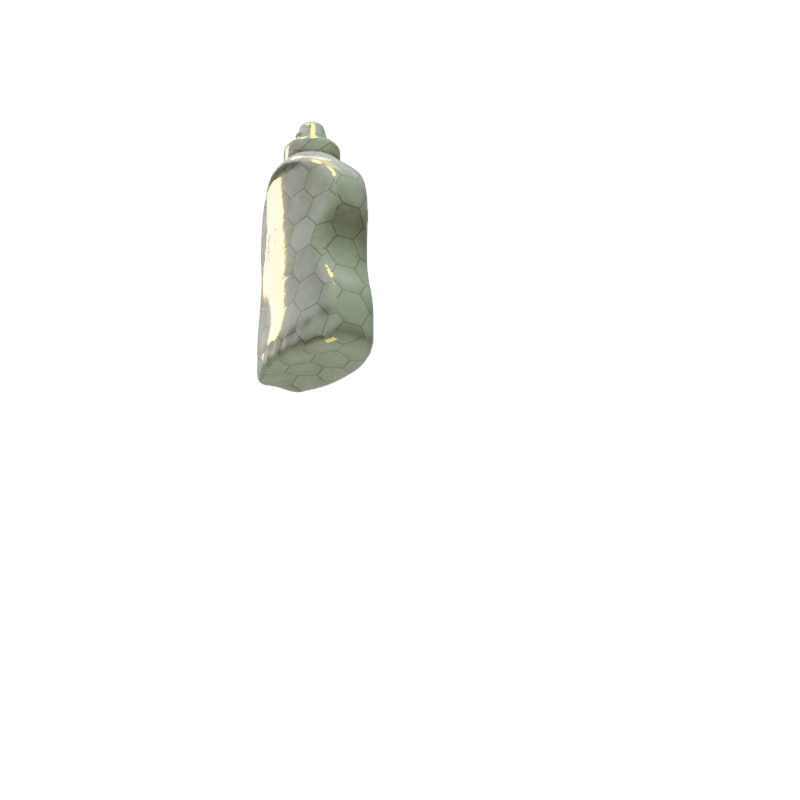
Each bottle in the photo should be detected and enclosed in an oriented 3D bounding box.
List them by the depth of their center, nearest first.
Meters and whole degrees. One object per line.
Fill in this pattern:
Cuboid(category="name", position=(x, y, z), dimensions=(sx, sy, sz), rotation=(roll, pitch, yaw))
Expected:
Cuboid(category="bottle", position=(-0.060, -0.109, 0.766), dimensions=(0.055, 0.203, 0.095), rotation=(16, -32, -31))
